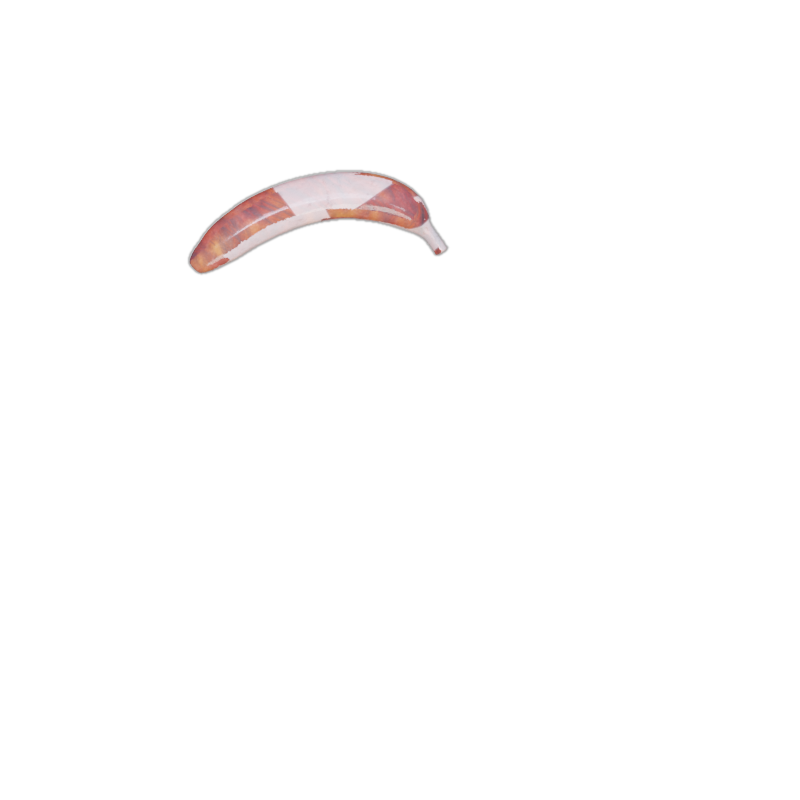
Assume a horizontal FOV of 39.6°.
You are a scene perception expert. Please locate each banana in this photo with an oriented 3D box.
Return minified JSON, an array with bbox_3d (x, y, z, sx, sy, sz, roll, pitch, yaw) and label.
[{"bbox_3d":[-0.064,-0.139,0.844,0.197,0.072,0.035,-5,-14,-1],"label":"banana"}]
